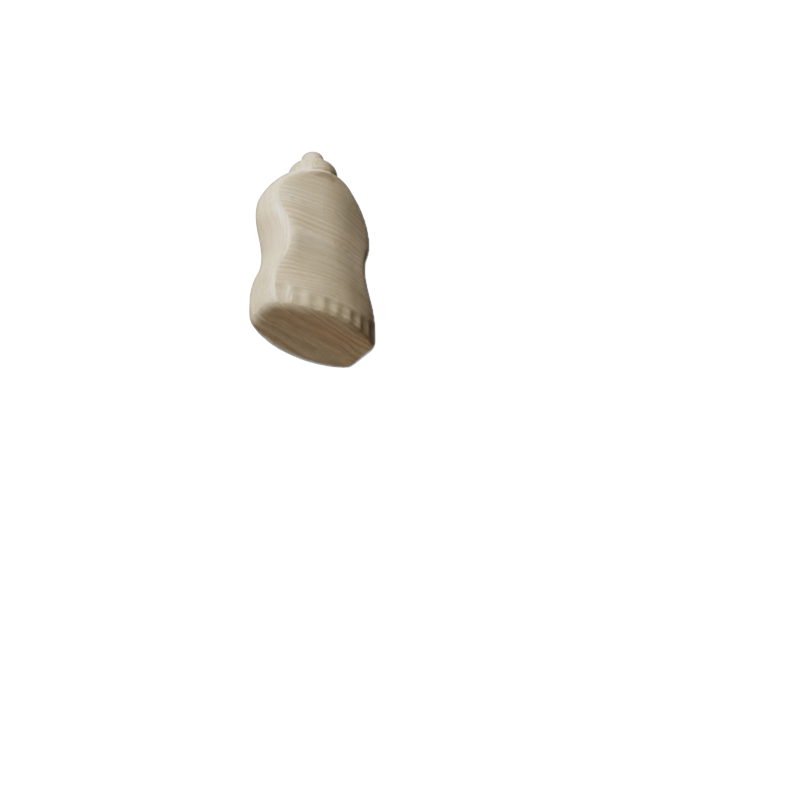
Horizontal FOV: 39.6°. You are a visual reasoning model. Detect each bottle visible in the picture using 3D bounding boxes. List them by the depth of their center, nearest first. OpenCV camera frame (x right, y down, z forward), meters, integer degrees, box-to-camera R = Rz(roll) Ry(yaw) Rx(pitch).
[{"bbox_3d":[-0.068,-0.122,0.859,0.091,0.206,0.057,22,-46,-28],"label":"bottle"}]
